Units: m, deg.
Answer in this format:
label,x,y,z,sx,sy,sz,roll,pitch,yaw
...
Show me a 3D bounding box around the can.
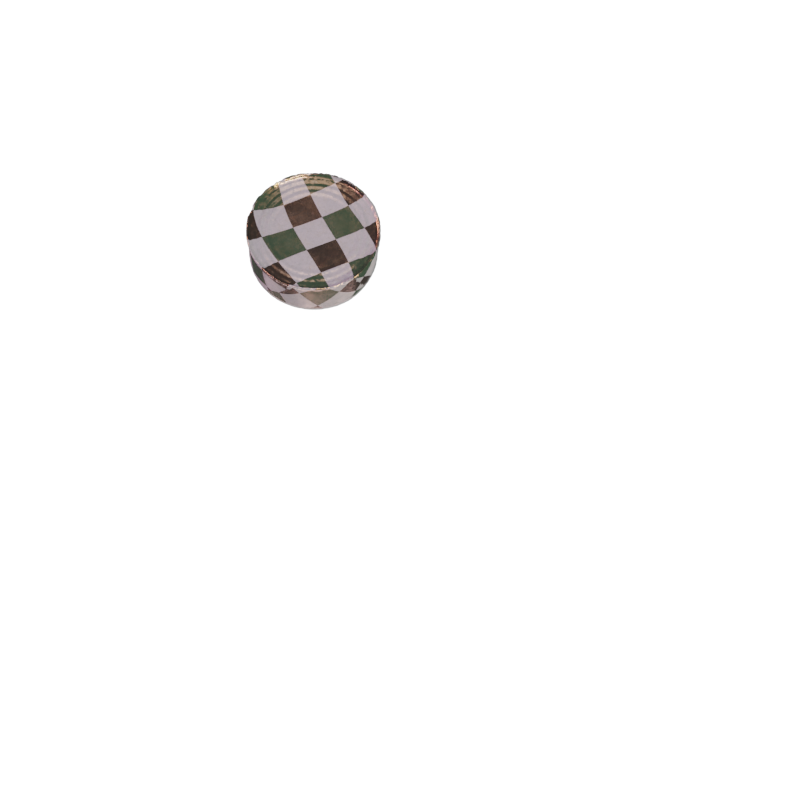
label,x,y,z,sx,sy,sz,roll,pitch,yaw
can,-0.056,-0.102,0.718,0.086,0.091,0.032,-1,-27,-1
